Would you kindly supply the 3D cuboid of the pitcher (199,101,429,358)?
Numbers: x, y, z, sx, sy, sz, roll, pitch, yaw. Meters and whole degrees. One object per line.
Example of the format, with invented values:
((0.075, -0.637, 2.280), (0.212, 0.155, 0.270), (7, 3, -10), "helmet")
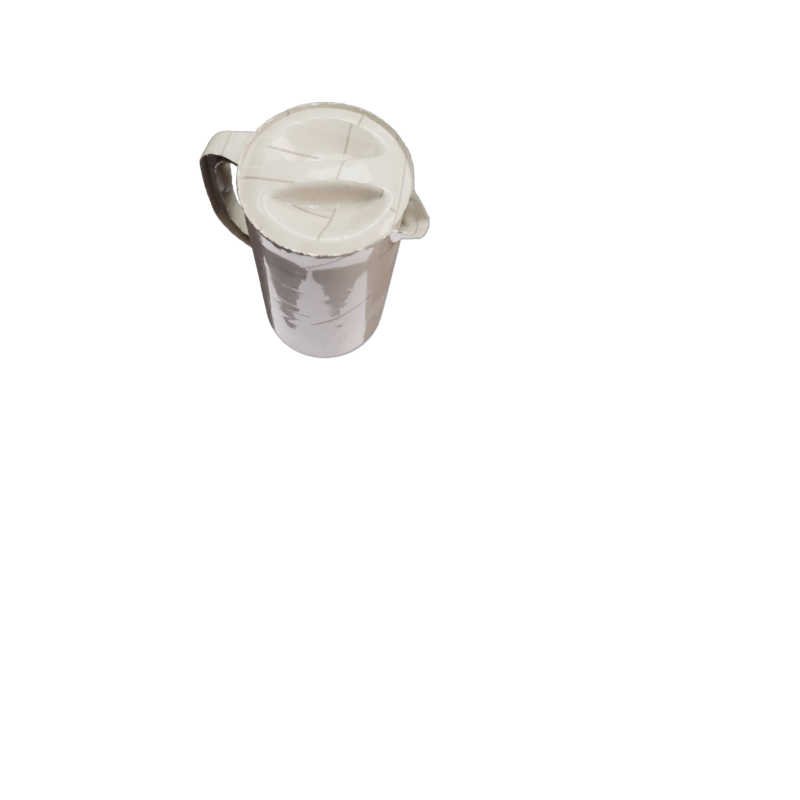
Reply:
((-0.072, -0.131, 0.921), (0.144, 0.158, 0.230), (-19, -20, -11), "pitcher")
